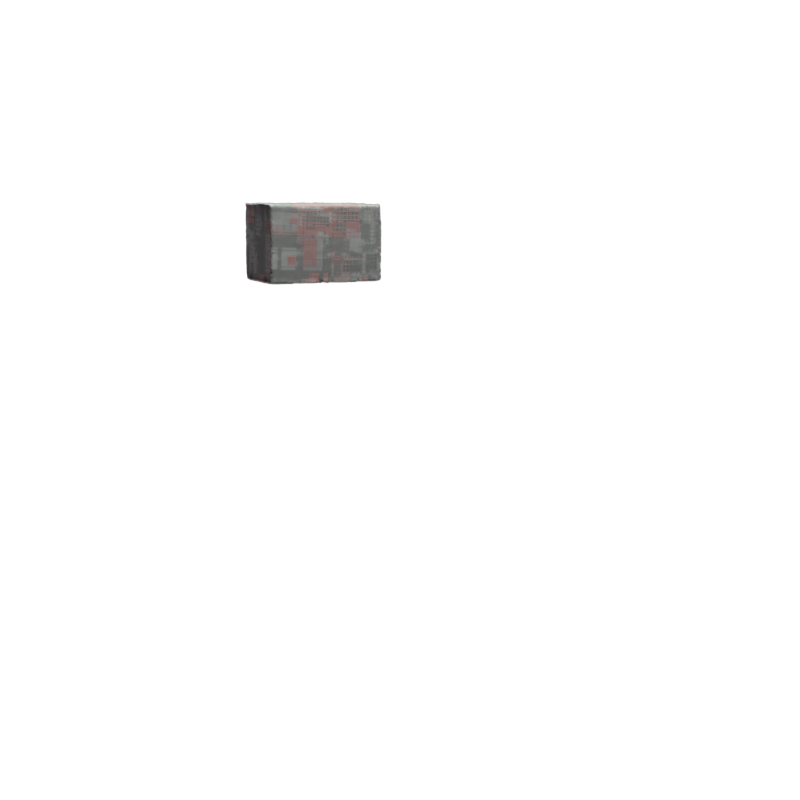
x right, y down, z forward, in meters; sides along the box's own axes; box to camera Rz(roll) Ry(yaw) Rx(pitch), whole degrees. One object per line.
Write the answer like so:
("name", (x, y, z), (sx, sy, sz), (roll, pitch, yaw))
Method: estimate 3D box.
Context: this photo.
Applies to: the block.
("block", (-0.057, -0.103, 0.724), (0.076, 0.051, 0.055), (-3, 7, -23))
